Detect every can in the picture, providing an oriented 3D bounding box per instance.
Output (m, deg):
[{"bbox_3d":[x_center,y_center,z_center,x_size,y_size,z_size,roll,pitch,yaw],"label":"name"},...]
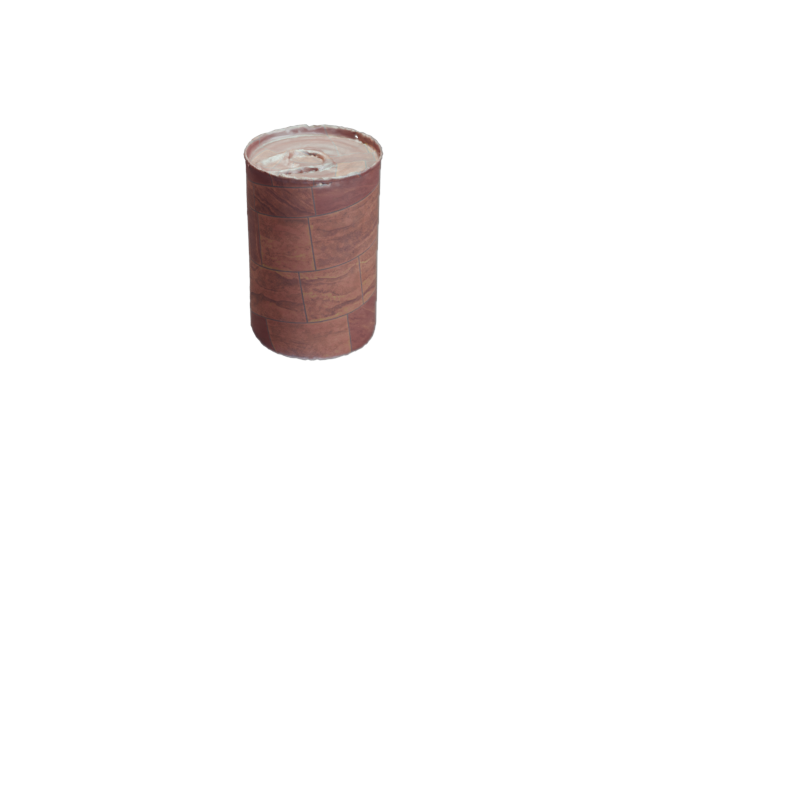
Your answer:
[{"bbox_3d":[-0.044,-0.080,0.563,0.068,0.096,0.073,0,31,-3],"label":"can"}]
